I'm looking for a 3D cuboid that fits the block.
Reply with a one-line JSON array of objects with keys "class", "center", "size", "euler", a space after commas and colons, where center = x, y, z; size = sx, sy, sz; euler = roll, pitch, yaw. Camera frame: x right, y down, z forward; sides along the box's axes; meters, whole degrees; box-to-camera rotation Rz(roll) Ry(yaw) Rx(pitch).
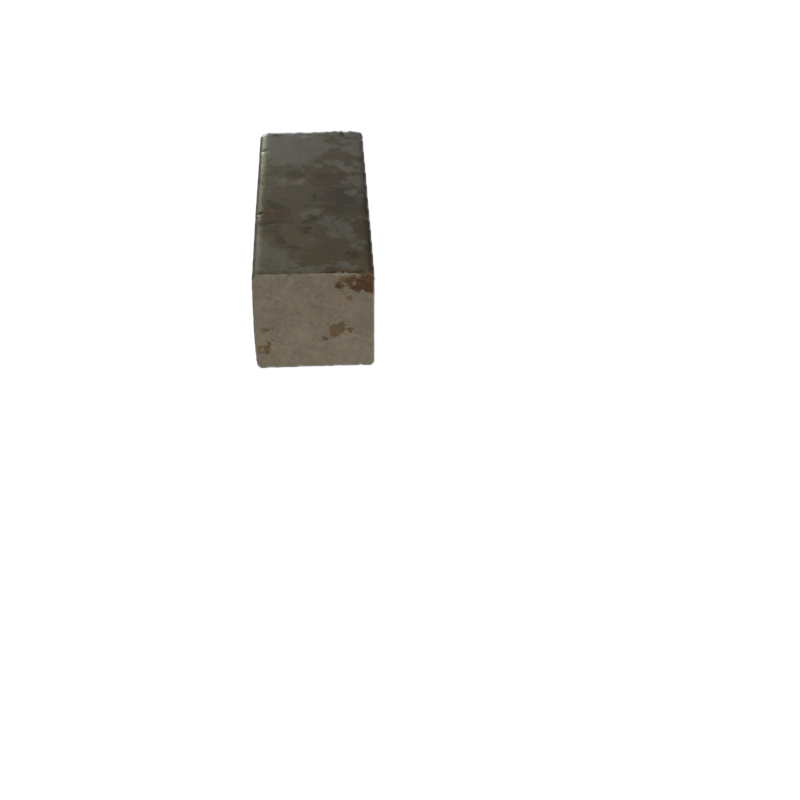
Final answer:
[{"class": "block", "center": [-0.070, -0.129, 0.897], "size": [0.090, 0.084, 0.221], "euler": [-2, 40, -2]}]
